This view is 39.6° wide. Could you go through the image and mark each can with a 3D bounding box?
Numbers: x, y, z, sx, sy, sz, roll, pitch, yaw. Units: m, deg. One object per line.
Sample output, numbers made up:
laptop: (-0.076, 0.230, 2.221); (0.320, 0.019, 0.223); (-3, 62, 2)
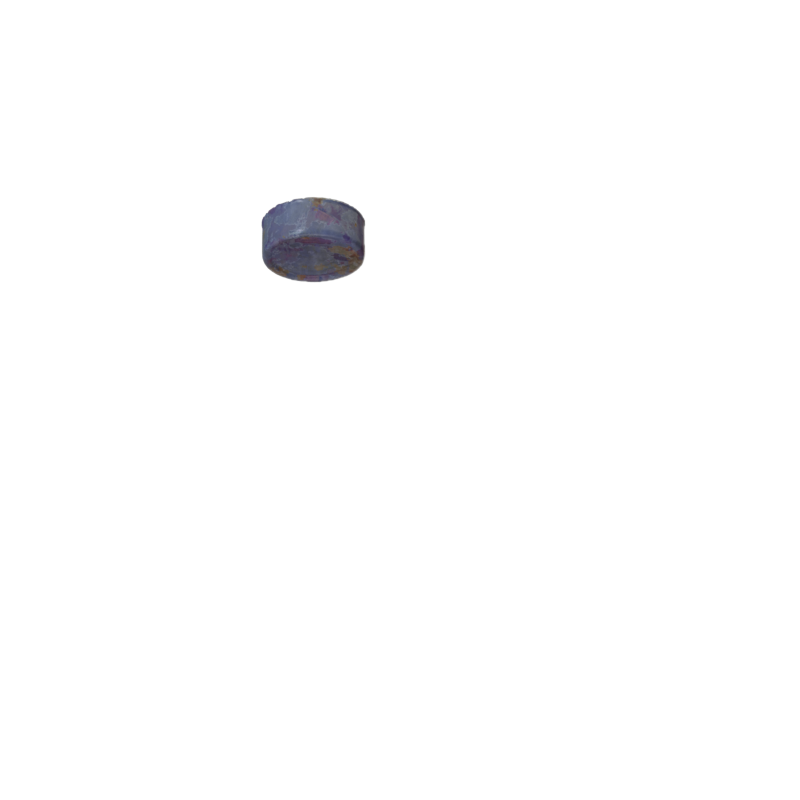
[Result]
can: (-0.071, -0.130, 0.908); (0.086, 0.036, 0.081); (1, -24, -2)
